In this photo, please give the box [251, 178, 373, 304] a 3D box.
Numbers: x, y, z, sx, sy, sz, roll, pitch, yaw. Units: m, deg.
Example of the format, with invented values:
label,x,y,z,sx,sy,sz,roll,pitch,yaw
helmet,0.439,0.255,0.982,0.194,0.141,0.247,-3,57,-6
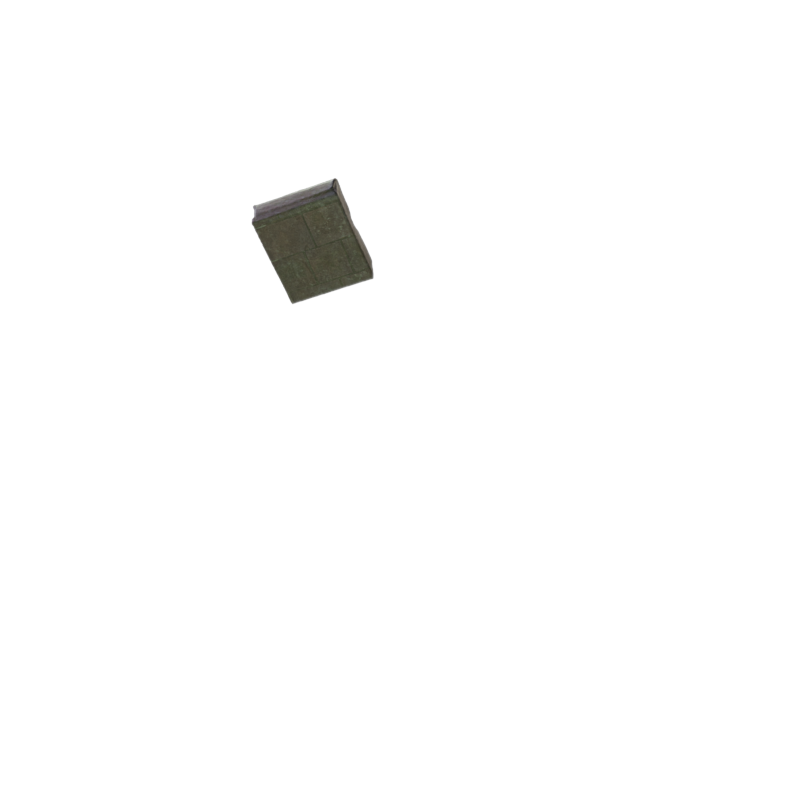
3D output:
label,x,y,z,sx,sy,sz,roll,pitch,yaw
box,-0.070,-0.129,0.899,0.073,0.083,0.032,-17,33,11
